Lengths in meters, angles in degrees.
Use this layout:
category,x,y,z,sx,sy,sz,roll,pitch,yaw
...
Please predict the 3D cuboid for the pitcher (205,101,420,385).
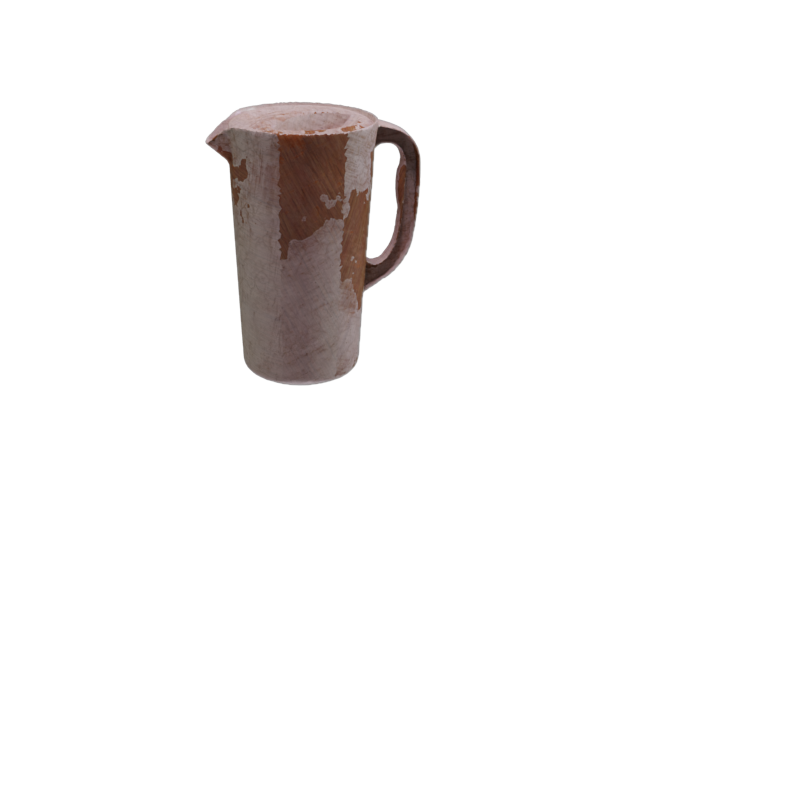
category,x,y,z,sx,sy,sz,roll,pitch,yaw
pitcher,-0.078,-0.143,0.999,0.157,0.232,0.144,15,26,31
